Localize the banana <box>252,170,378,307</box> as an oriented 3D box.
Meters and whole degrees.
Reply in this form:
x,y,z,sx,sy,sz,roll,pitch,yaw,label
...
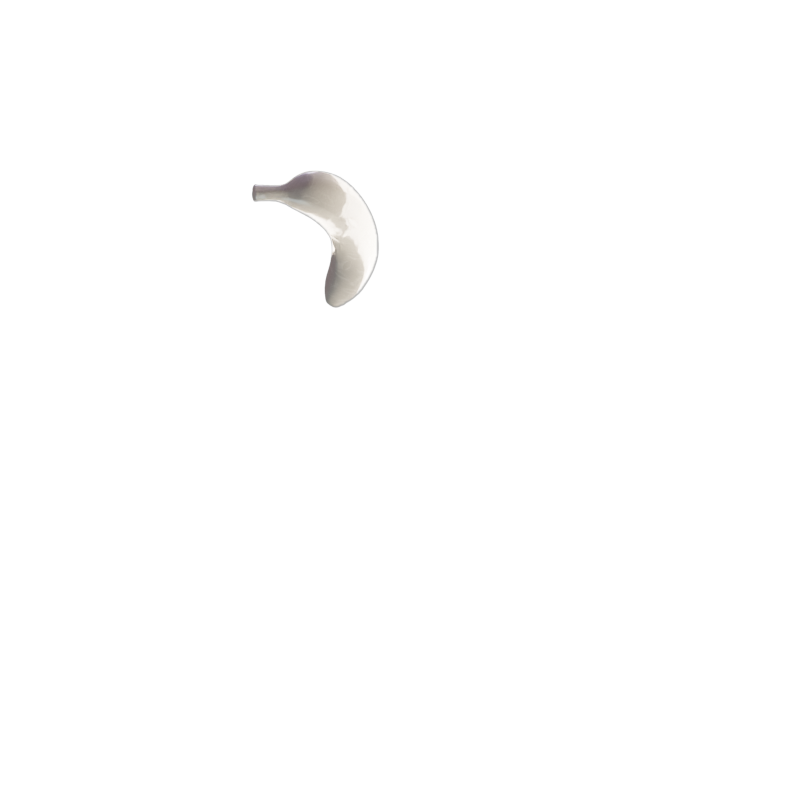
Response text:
x,y,z,sx,sy,sz,roll,pitch,yaw,label
-0.051,-0.128,0.863,0.070,0.039,0.184,-7,-25,13,banana
